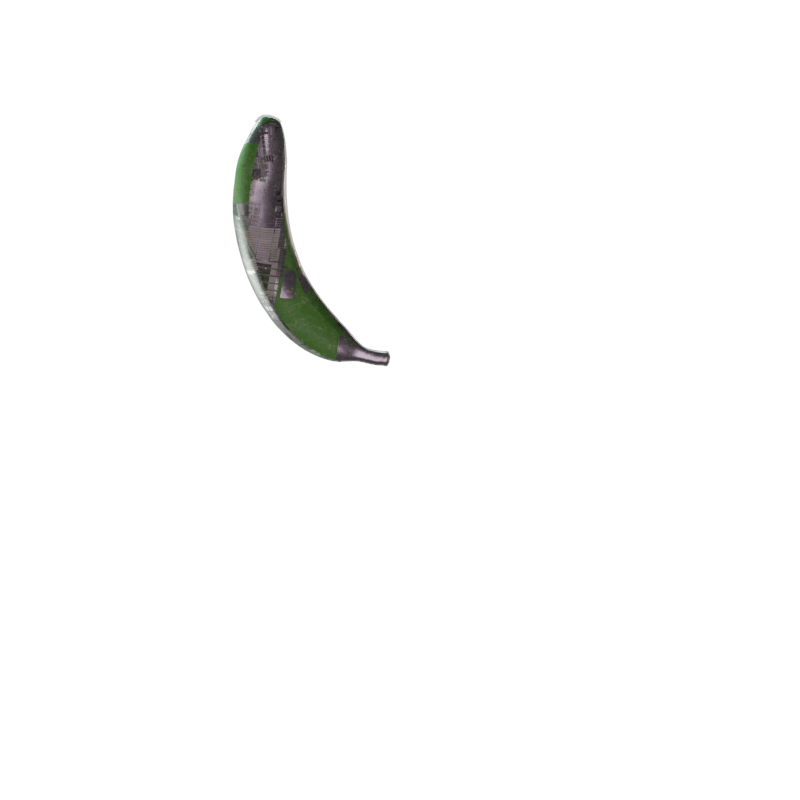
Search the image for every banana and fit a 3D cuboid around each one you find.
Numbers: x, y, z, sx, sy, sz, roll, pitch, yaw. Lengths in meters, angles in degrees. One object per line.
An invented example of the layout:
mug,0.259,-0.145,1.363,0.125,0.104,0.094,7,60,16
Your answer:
banana,-0.075,-0.099,0.762,0.070,0.187,0.039,-22,23,9
